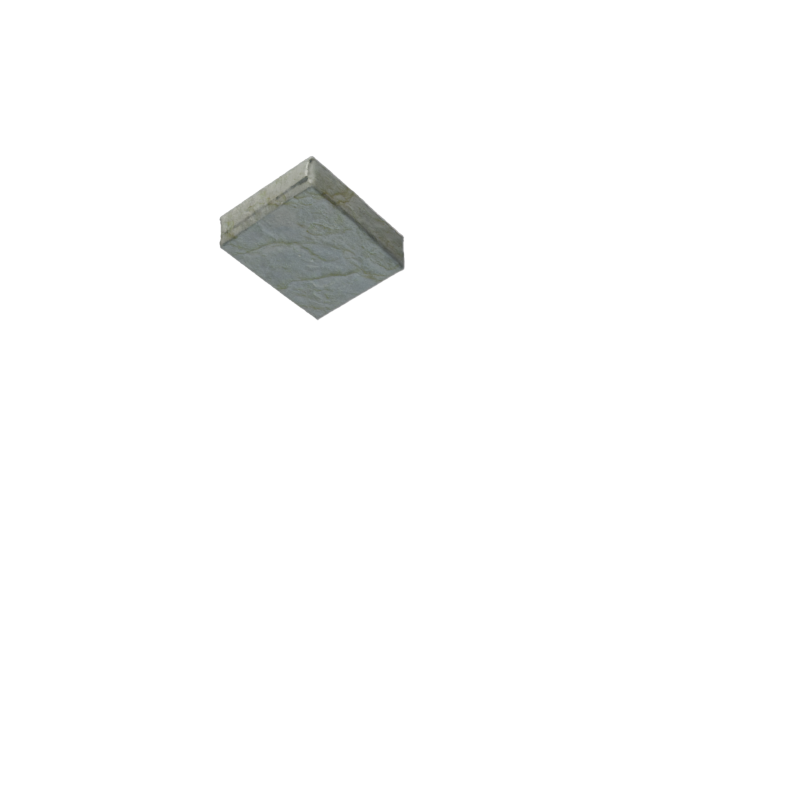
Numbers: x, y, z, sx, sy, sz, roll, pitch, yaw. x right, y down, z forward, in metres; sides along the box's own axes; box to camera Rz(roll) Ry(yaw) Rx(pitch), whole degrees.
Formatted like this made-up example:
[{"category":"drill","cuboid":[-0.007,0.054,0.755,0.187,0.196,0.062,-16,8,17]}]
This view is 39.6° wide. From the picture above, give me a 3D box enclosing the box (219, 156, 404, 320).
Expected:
[{"category":"box","cuboid":[-0.064,-0.117,0.817,0.090,0.042,0.106,-29,-49,27]}]
